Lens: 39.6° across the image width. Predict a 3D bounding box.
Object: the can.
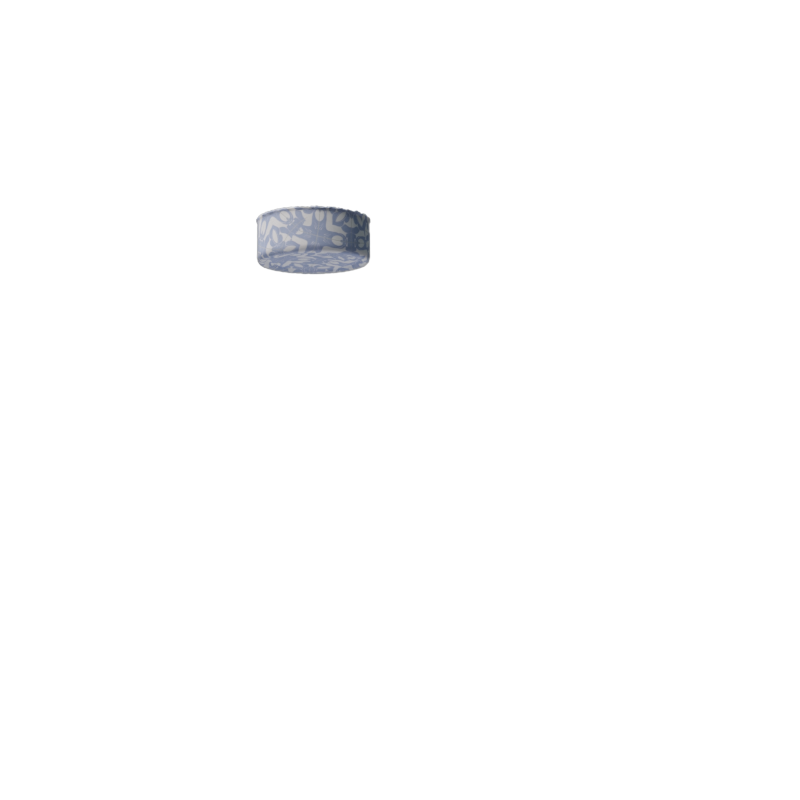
[{"bbox_3d":[-0.065,-0.118,0.827,0.086,0.034,0.084,0,-6,-2],"label":"can"}]
